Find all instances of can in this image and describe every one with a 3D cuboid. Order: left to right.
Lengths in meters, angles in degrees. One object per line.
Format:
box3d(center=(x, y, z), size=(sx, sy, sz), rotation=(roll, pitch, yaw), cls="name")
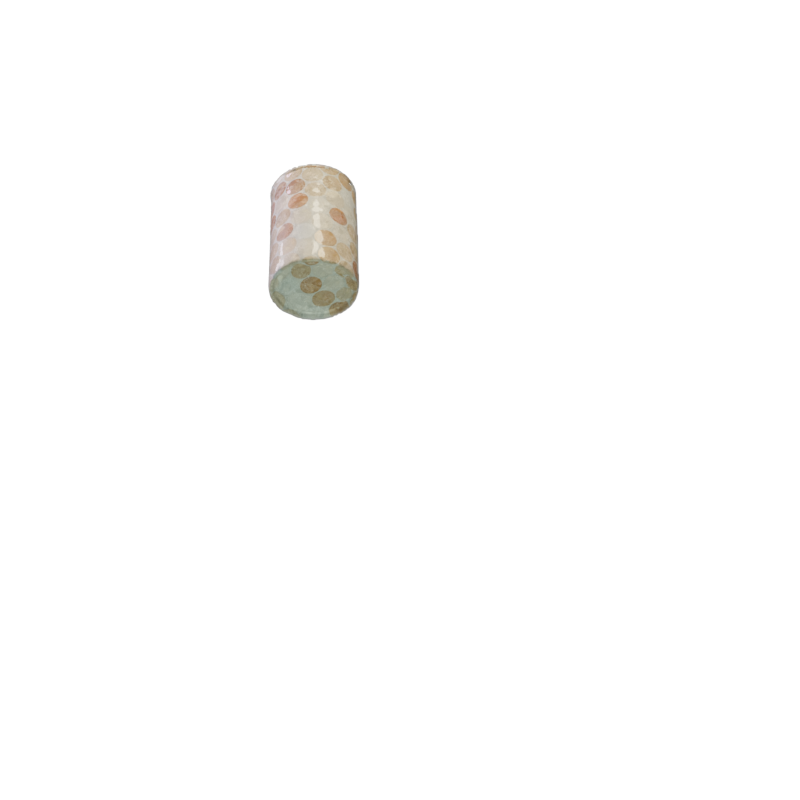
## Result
box3d(center=(-0.066, -0.120, 0.838), size=(0.068, 0.110, 0.064), rotation=(-1, -41, -3), cls="can")
